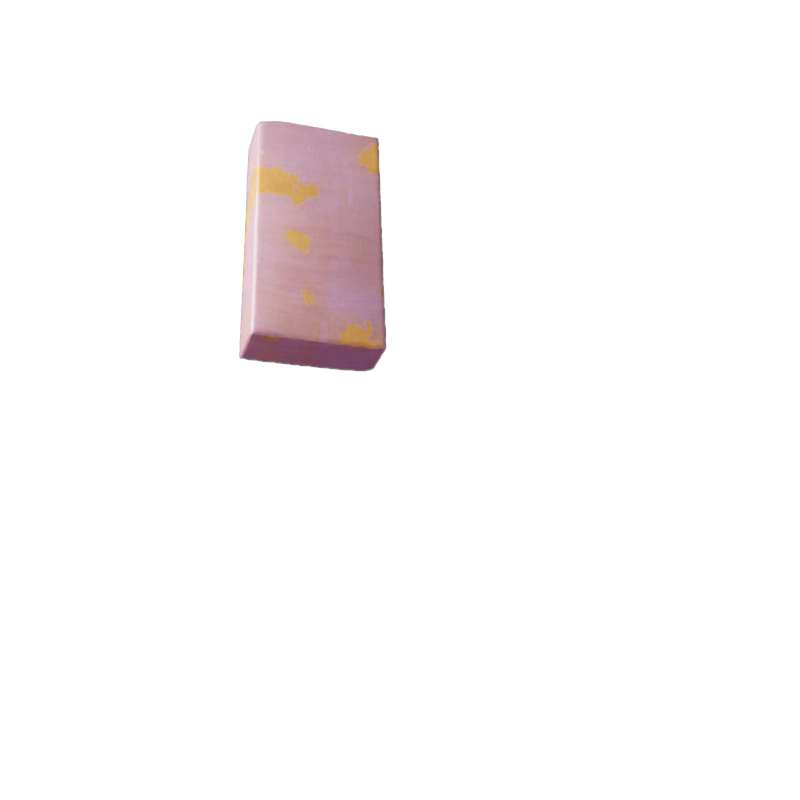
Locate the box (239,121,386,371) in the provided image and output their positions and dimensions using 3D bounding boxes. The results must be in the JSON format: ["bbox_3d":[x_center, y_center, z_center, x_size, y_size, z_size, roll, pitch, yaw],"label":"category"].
[{"bbox_3d":[-0.060,-0.110,0.768,0.091,0.187,0.046,6,-30,-14],"label":"box"}]
